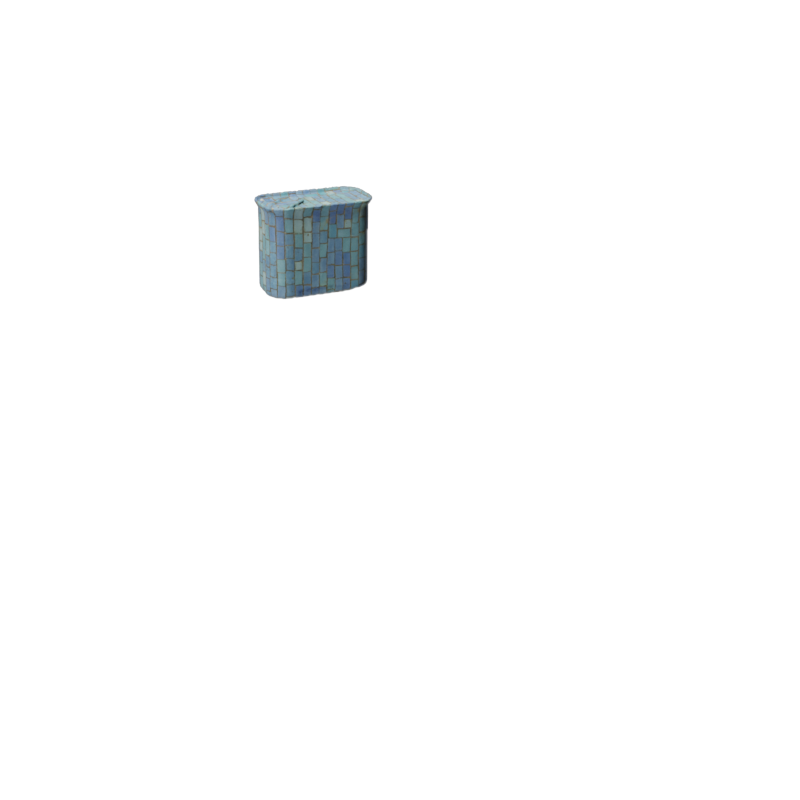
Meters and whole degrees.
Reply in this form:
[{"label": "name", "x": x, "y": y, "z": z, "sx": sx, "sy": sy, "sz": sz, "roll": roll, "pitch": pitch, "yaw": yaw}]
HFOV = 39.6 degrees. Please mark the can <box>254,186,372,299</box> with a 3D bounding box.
[{"label": "can", "x": -0.078, "y": -0.142, "z": 0.994, "sx": 0.100, "sy": 0.080, "sz": 0.061, "roll": -9, "pitch": 22, "yaw": -22}]
